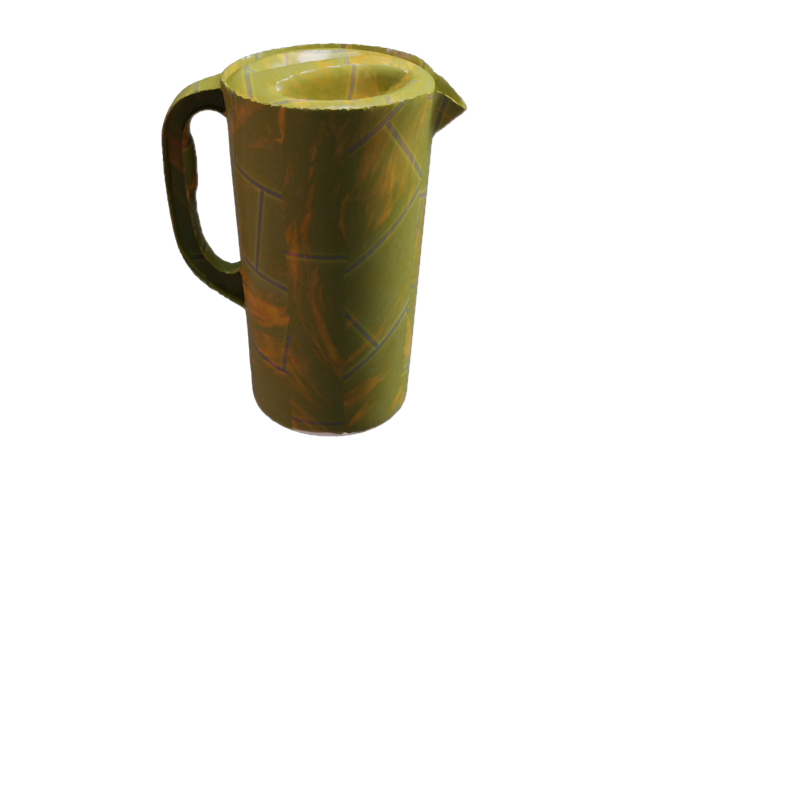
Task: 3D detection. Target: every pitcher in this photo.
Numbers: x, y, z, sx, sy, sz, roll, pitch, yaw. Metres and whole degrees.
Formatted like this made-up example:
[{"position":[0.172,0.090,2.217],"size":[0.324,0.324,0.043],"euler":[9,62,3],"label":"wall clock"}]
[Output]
[{"position":[-0.057,-0.103,0.723],"size":[0.144,0.229,0.159],"euler":[-24,37,-38],"label":"pitcher"}]
